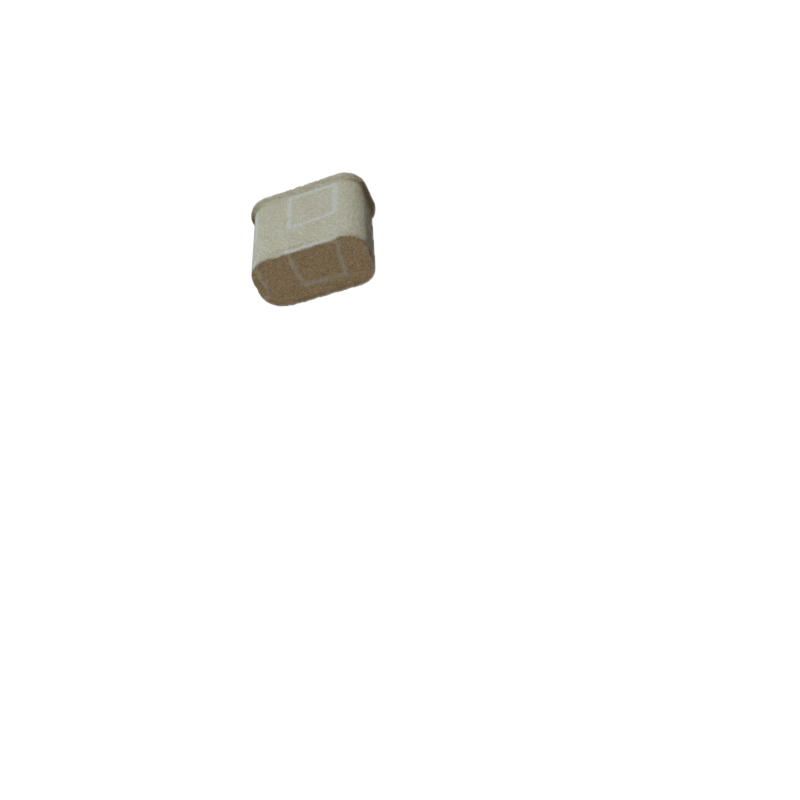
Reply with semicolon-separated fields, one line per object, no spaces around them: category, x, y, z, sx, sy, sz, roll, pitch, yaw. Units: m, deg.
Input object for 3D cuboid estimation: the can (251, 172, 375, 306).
can;-0.070;-0.128;0.896;0.102;0.053;0.090;-16;40;12
